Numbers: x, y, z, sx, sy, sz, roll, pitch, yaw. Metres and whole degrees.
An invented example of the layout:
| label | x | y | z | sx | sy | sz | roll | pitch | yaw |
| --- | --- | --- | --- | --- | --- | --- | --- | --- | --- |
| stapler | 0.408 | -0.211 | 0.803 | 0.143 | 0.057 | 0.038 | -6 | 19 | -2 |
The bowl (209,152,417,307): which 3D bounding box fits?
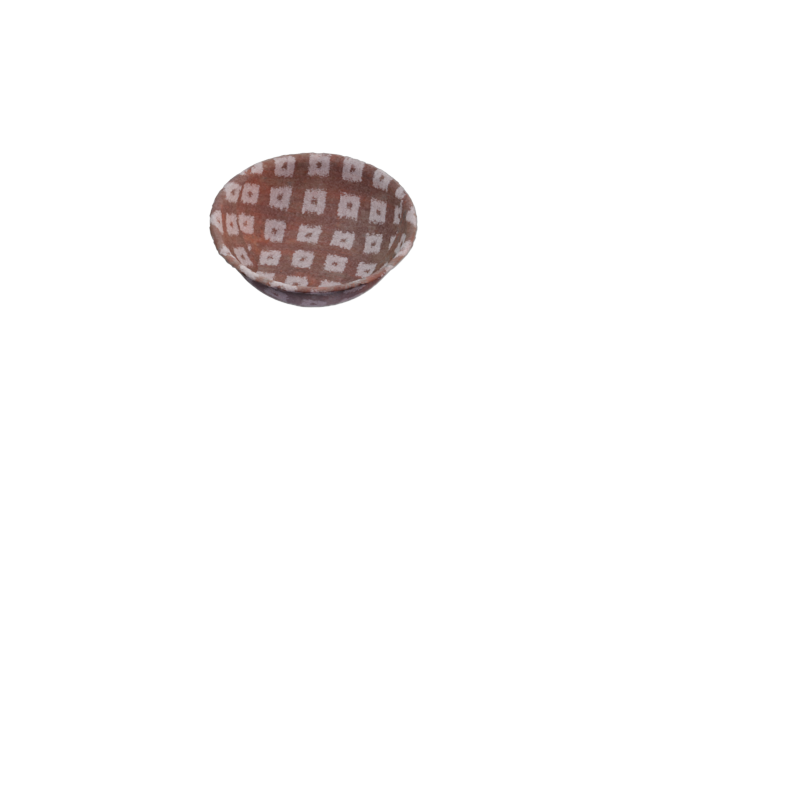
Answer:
| label | x | y | z | sx | sy | sz | roll | pitch | yaw |
| --- | --- | --- | --- | --- | --- | --- | --- | --- | --- |
| bowl | -0.068 | -0.125 | 0.874 | 0.162 | 0.174 | 0.051 | -1 | -43 | -1 |
